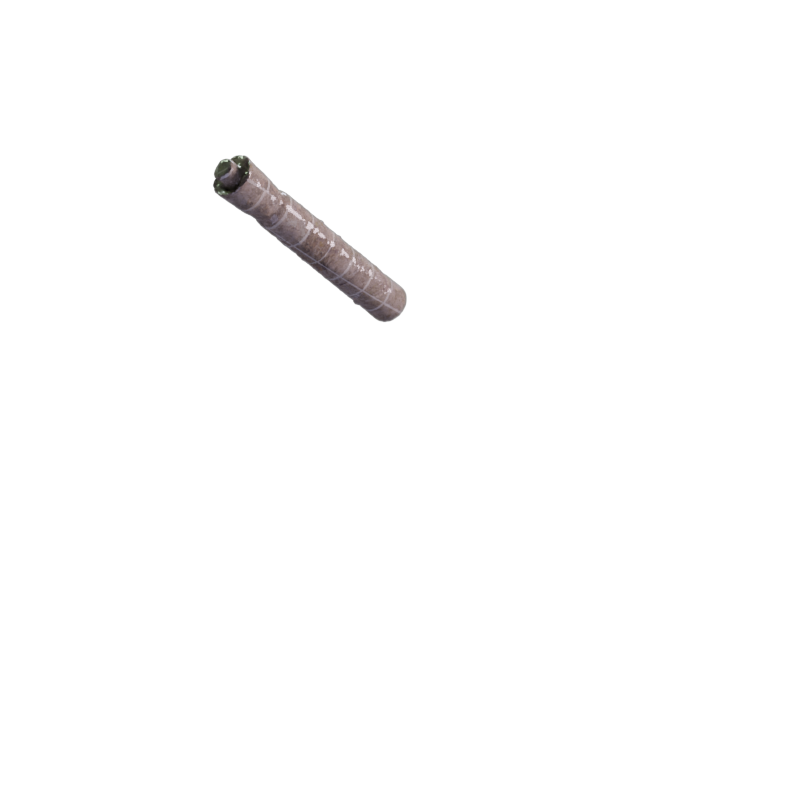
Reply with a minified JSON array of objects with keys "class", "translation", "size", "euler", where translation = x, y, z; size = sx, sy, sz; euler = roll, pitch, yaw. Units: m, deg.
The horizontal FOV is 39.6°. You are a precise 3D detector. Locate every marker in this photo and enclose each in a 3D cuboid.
[{"class":"marker","translation":[-0.037,-0.067,0.469],"size":[0.021,0.020,0.112],"euler":[3,-22,40]}]
